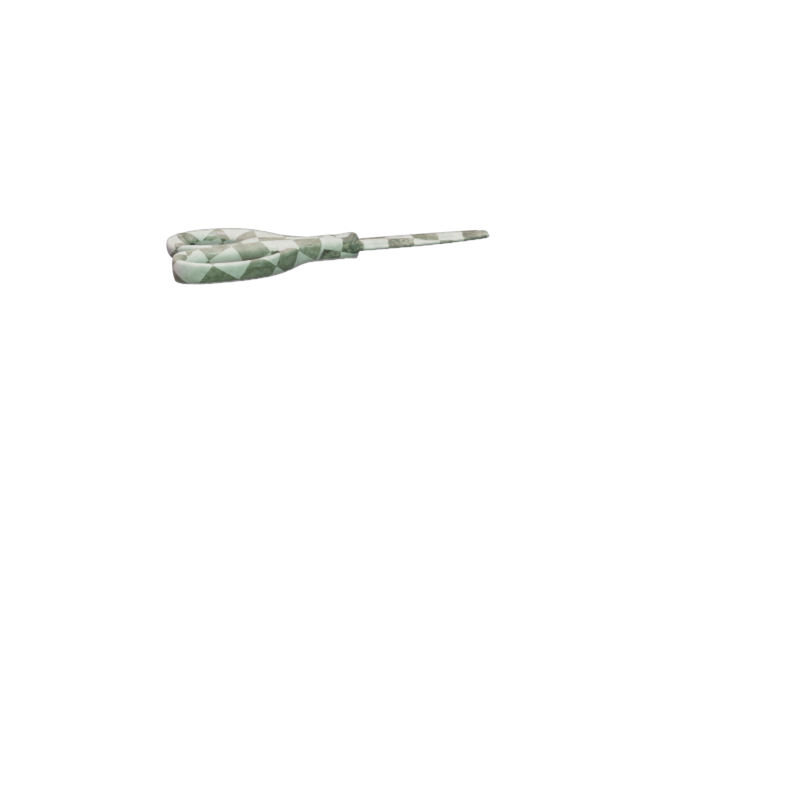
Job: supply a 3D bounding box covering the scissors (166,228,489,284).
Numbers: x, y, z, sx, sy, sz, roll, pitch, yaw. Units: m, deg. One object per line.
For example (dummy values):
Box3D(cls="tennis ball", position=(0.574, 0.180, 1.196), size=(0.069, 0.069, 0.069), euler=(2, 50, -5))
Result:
Box3D(cls="scissors", position=(-0.053, -0.096, 0.671), size=(0.197, 0.015, 0.102), euler=(-15, 25, -34))
